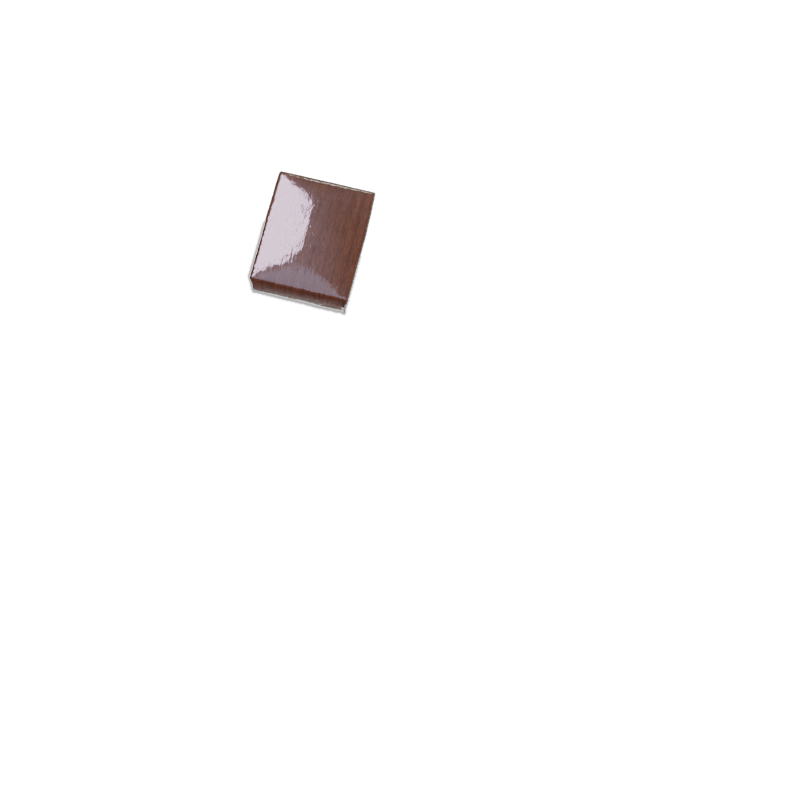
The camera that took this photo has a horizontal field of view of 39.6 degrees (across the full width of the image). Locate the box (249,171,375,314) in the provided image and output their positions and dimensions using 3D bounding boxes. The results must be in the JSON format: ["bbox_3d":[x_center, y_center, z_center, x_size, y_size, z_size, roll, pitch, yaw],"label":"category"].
[{"bbox_3d":[-0.078,-0.142,0.995,0.091,0.118,0.037,12,-21,4],"label":"box"}]
